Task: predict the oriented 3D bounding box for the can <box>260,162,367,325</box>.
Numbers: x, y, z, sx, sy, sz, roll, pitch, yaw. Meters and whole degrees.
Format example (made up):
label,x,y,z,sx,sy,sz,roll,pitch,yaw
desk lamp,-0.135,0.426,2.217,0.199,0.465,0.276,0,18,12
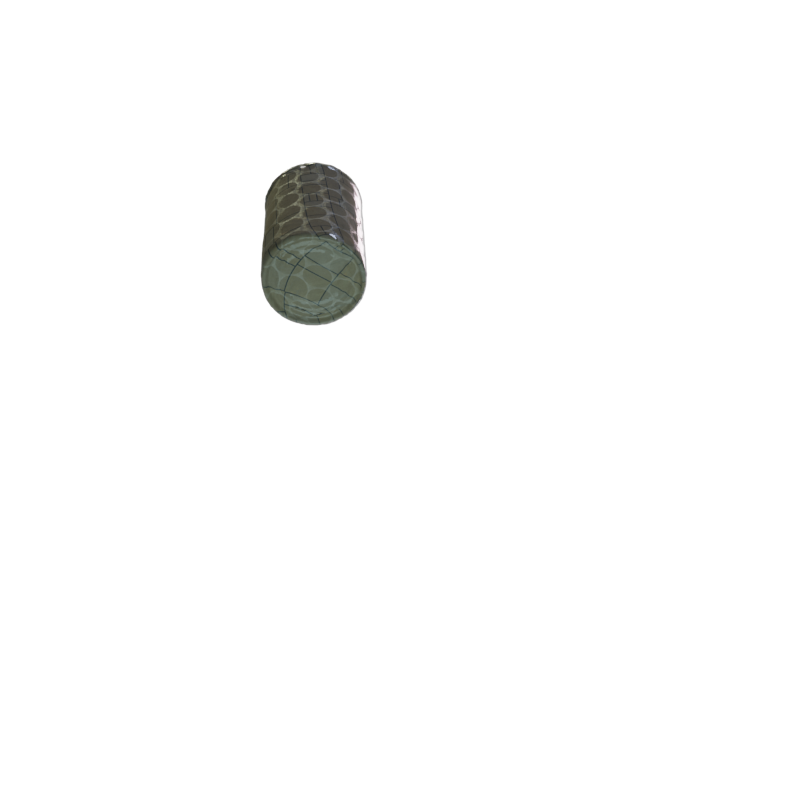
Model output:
label,x,y,z,sx,sy,sz,roll,pitch,yaw
can,-0.057,-0.104,0.727,0.068,0.064,0.109,-1,34,-3
